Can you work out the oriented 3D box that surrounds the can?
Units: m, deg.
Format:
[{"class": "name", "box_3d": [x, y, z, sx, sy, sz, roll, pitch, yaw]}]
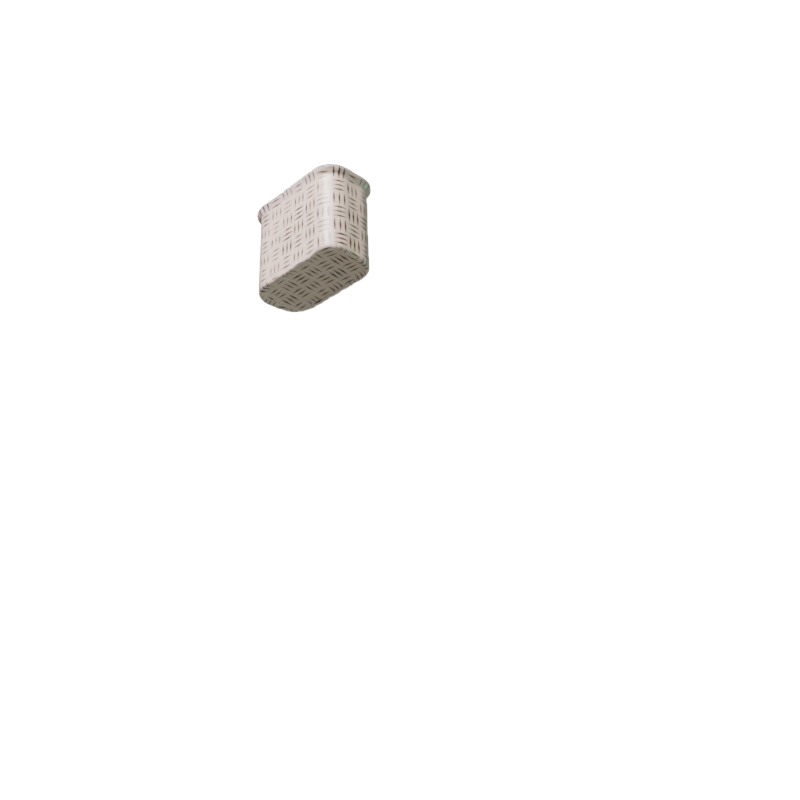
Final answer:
[{"class": "can", "box_3d": [-0.071, -0.129, 0.907, 0.102, 0.090, 0.054, -29, -42, 36]}]
